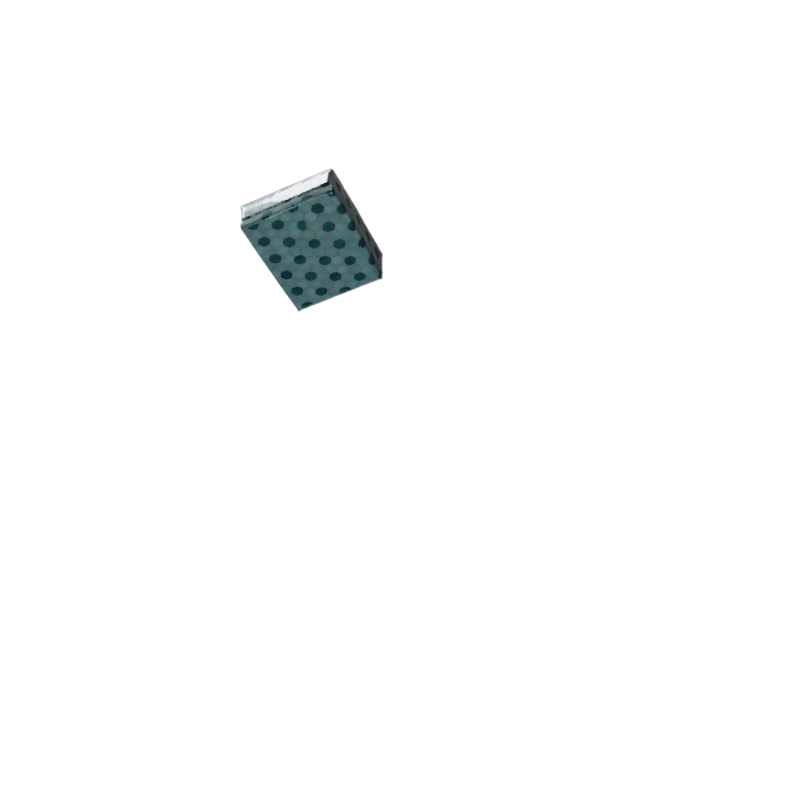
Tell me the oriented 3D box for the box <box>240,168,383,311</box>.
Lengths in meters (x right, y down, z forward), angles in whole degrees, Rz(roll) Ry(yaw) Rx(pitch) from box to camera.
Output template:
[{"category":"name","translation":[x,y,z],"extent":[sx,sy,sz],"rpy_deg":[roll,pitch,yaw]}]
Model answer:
[{"category":"box","translation":[-0.076,-0.140,0.977],"extent":[0.090,0.105,0.042],"rpy_deg":[-20,38,15]}]
